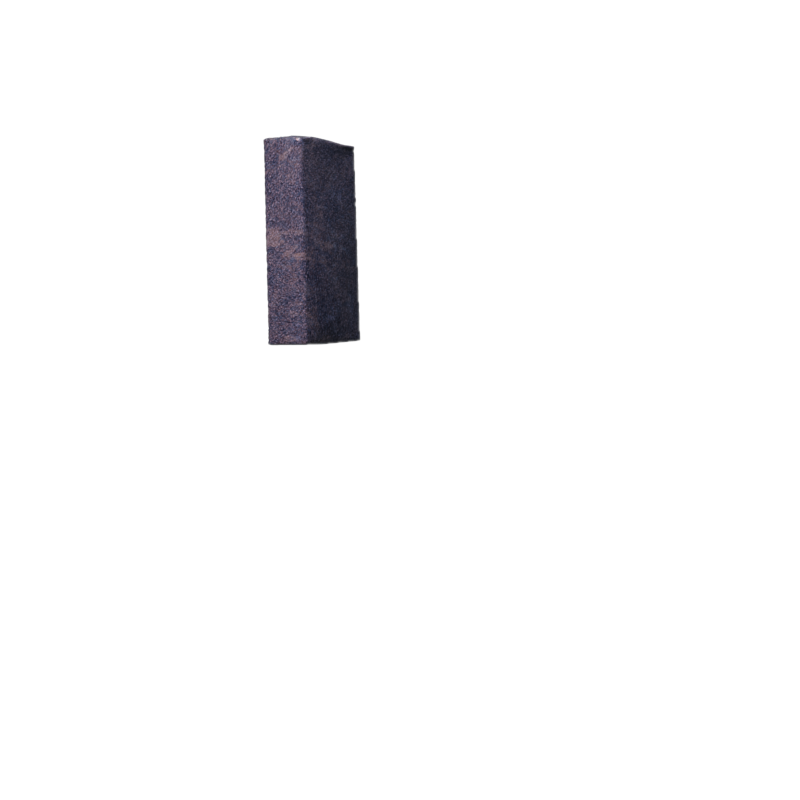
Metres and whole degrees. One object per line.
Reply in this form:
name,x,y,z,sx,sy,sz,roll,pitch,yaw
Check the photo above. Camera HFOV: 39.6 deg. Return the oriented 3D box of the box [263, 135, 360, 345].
box,-0.075,-0.138,0.963,0.050,0.177,0.090,-1,0,30
